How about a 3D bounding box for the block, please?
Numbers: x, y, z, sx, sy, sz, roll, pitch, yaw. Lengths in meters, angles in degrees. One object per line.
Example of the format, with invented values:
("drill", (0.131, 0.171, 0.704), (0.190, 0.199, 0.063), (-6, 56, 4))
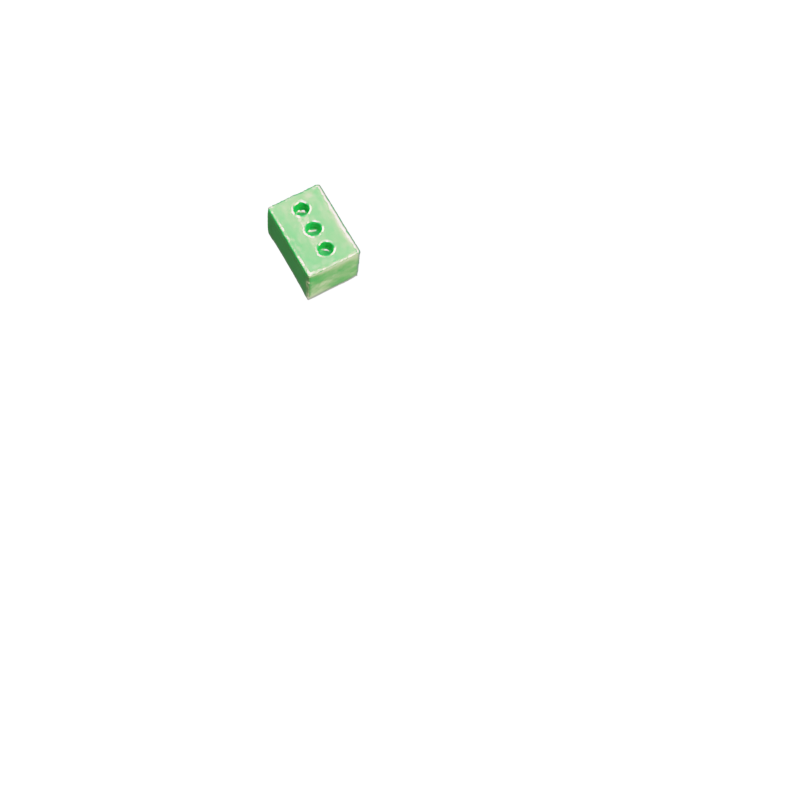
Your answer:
("block", (-0.076, -0.138, 0.968), (0.053, 0.083, 0.048), (-27, -21, -13))
